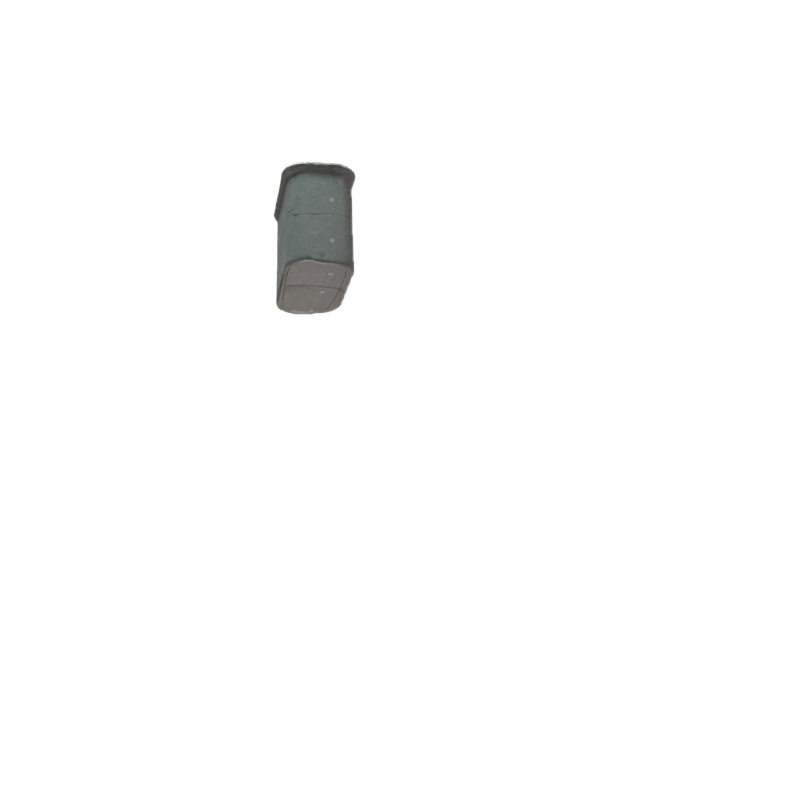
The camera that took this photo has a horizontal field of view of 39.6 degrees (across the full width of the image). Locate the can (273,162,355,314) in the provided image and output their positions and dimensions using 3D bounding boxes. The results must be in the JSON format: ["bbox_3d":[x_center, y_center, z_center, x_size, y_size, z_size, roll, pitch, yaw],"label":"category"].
[{"bbox_3d":[-0.067,-0.123,0.862,0.057,0.088,0.098,3,-23,-10],"label":"can"}]
